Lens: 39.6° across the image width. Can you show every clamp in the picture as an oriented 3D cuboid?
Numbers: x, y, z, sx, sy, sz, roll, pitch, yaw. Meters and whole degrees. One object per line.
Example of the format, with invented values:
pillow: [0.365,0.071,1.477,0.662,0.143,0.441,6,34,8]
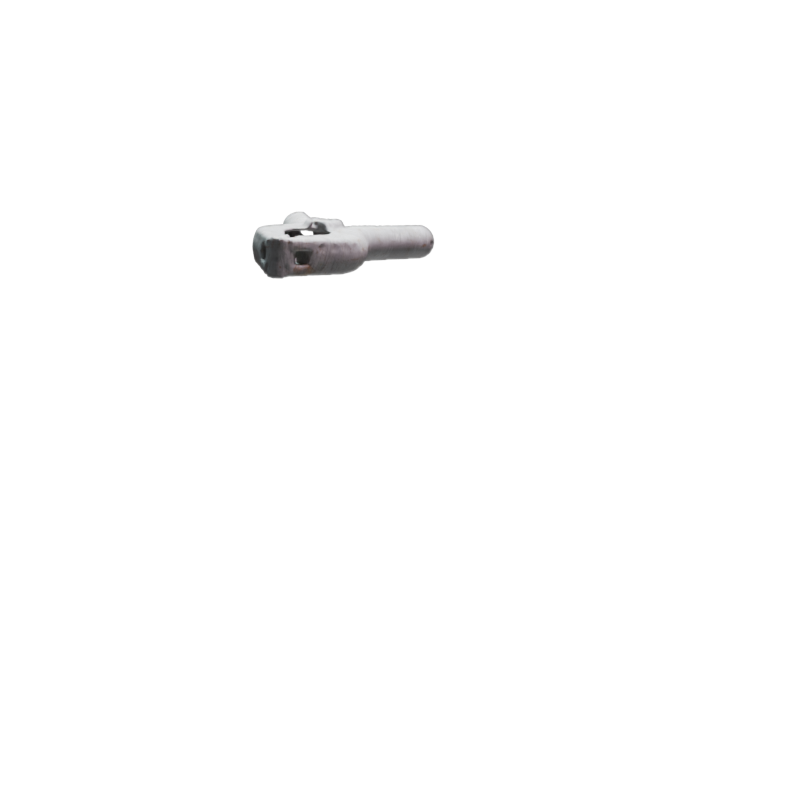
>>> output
clamp: [-0.062,-0.114,0.796,0.125,0.039,0.168,6,12,28]
